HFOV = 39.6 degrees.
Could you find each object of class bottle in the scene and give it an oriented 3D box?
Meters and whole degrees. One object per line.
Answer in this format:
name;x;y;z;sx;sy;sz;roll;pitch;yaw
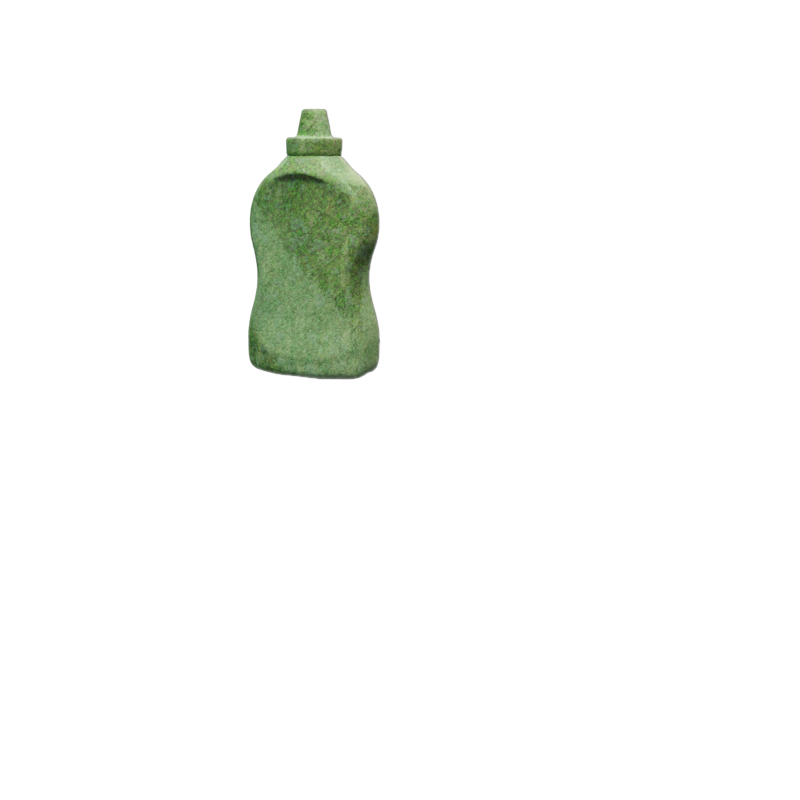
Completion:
bottle;-0.063;-0.115;0.807;0.099;0.189;0.057;4;8;26
